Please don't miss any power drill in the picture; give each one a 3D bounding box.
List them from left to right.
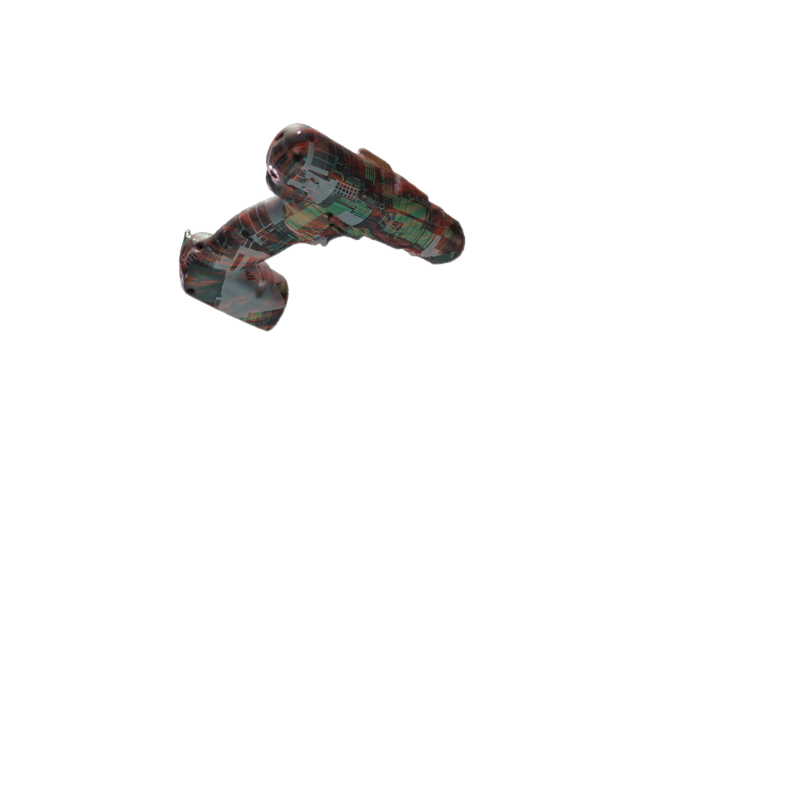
[{"bbox_3d":[-0.068,-0.124,0.866,0.173,0.061,0.186,29,-45,-34],"label":"power drill"}]
